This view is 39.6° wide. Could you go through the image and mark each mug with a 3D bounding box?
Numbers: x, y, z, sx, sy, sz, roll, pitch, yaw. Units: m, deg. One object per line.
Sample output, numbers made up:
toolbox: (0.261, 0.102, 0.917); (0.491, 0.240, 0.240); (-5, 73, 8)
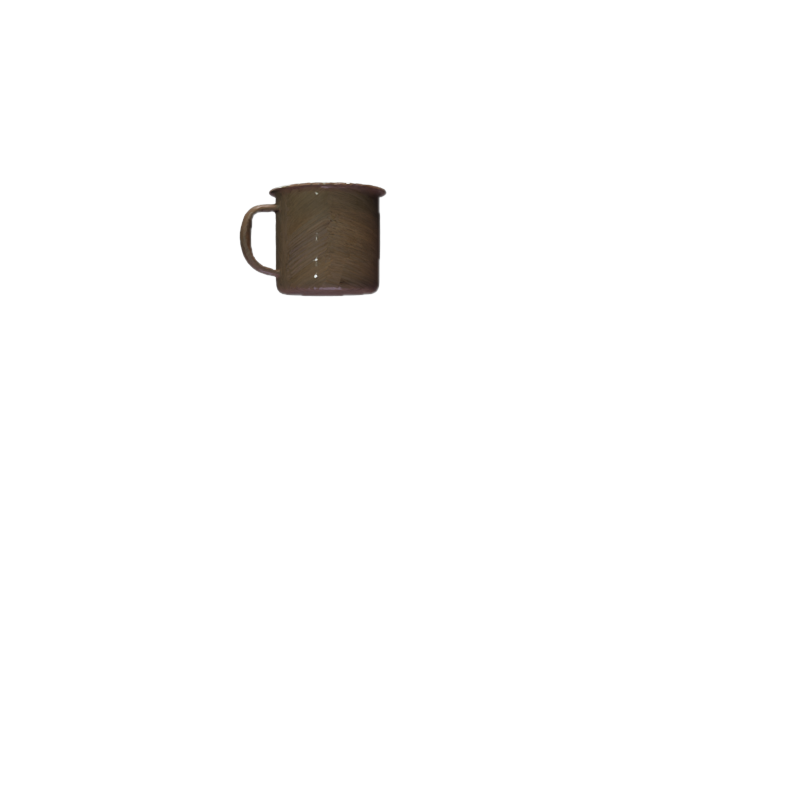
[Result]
mug: (-0.068, -0.124, 0.868); (0.114, 0.082, 0.095); (0, -1, -21)
